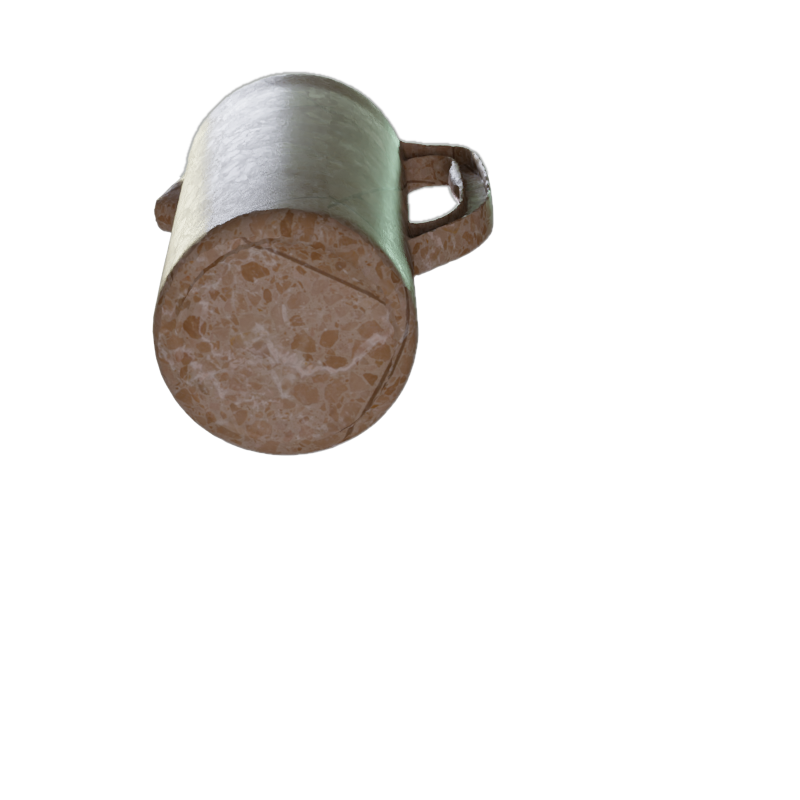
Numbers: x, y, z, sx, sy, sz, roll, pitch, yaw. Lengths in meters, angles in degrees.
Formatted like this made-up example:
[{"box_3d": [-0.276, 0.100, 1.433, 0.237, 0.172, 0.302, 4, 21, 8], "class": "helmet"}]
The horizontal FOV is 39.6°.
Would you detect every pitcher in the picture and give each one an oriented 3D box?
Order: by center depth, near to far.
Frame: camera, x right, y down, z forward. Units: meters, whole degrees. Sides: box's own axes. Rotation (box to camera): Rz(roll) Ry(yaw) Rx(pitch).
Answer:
[{"box_3d": [-0.043, -0.079, 0.551, 0.140, 0.147, 0.256, 34, 18, -17], "class": "pitcher"}]
